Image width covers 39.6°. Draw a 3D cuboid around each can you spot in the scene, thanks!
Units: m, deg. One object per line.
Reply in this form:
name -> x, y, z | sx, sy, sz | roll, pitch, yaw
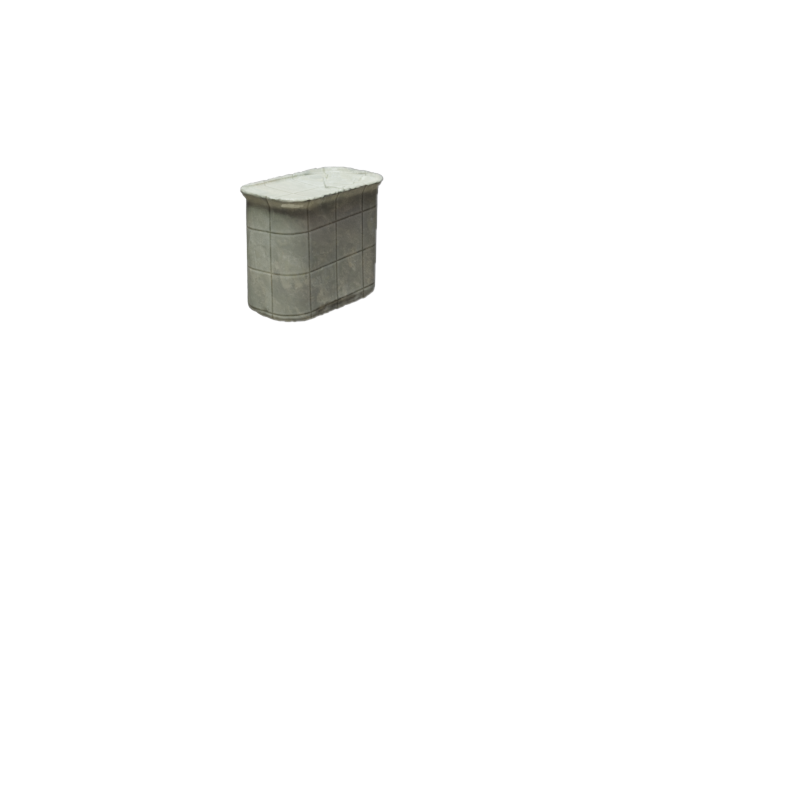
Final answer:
can -> -0.058, -0.107, 0.747 | 0.061, 0.080, 0.101 | 15, 25, 36
